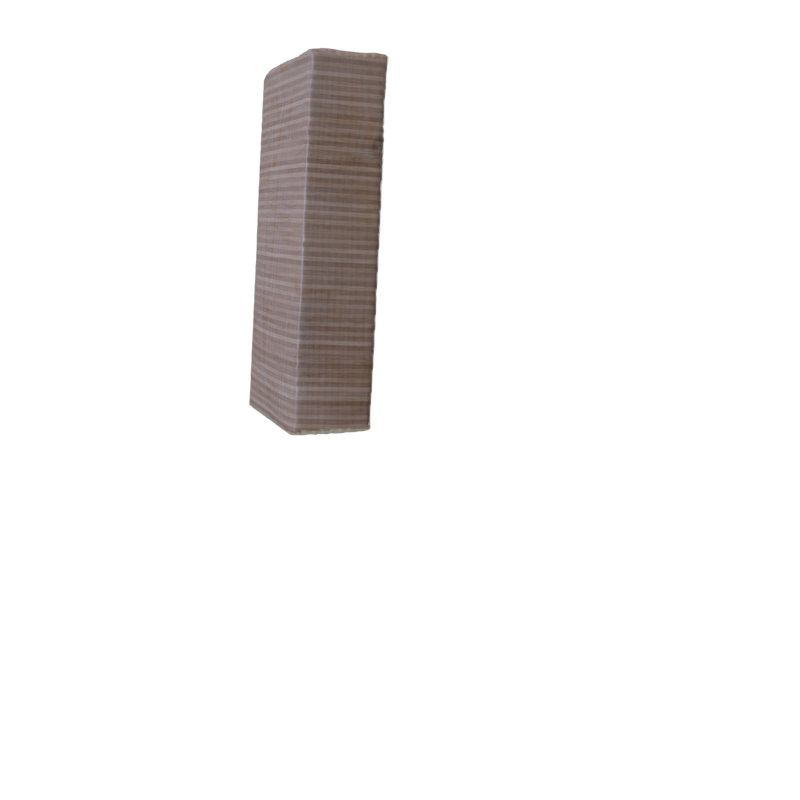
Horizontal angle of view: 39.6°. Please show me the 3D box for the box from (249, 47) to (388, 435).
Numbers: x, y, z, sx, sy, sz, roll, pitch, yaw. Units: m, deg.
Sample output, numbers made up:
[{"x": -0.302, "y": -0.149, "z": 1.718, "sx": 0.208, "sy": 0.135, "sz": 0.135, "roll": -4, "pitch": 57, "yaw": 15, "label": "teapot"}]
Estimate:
[{"x": -0.043, "y": -0.078, "z": 0.545, "sx": 0.047, "sy": 0.176, "sz": 0.096, "roll": 0, "pitch": 2, "yaw": -19, "label": "box"}]
